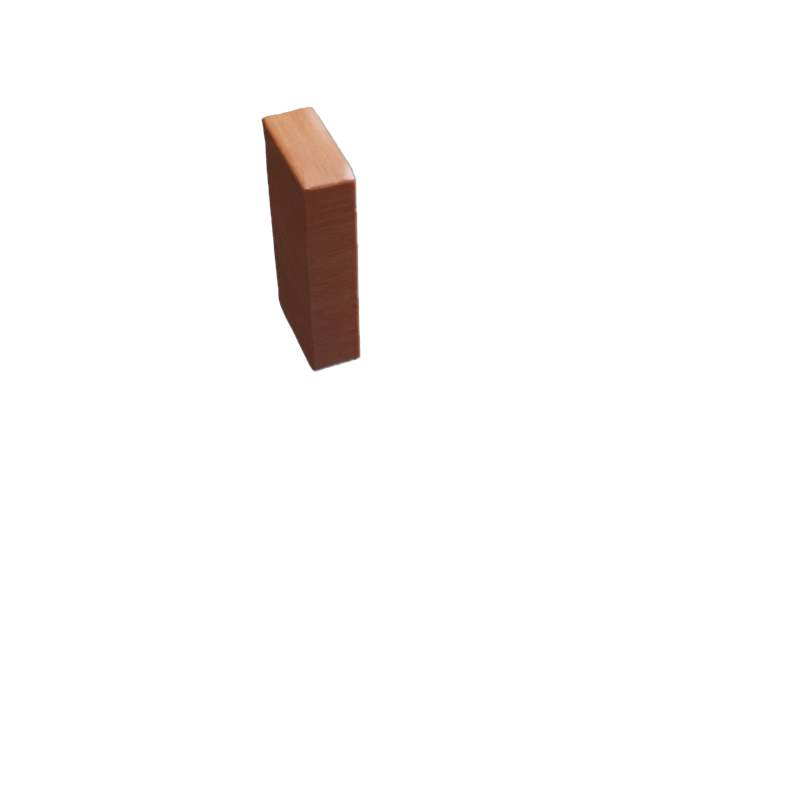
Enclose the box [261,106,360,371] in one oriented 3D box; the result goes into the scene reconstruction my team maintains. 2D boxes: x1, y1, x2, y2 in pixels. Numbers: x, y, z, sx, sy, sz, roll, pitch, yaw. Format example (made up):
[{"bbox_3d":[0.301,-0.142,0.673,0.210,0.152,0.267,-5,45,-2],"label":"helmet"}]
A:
[{"bbox_3d":[-0.063,-0.116,0.813,0.047,0.164,0.101,-13,47,-17],"label":"box"}]
